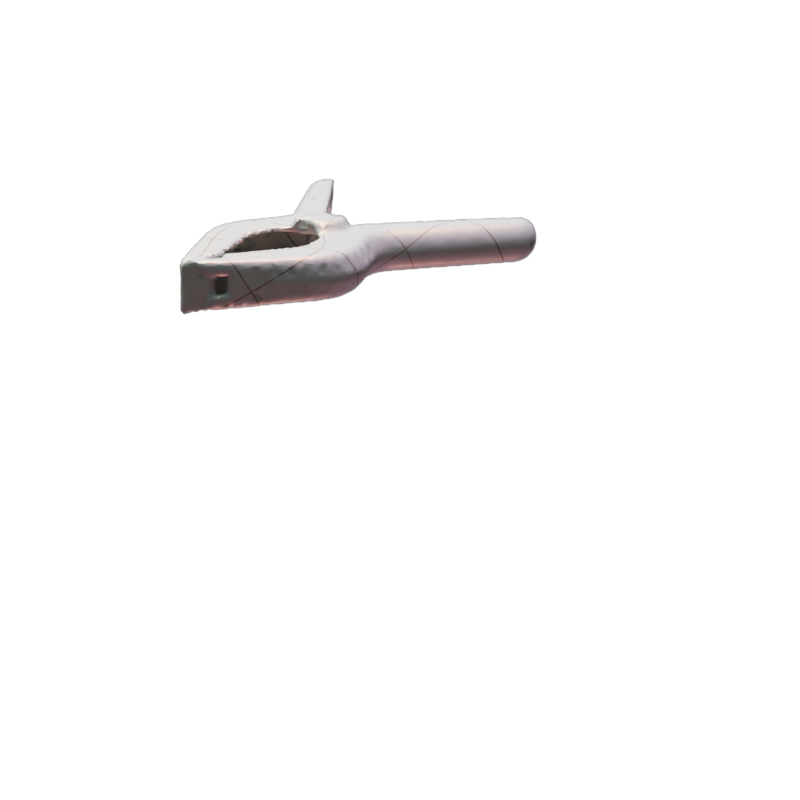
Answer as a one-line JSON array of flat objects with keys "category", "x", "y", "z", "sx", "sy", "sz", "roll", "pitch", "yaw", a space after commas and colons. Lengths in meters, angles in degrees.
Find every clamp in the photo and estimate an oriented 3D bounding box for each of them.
[{"category": "clamp", "x": -0.049, "y": -0.089, "z": 0.626, "sx": 0.206, "sy": 0.035, "sz": 0.175, "roll": -20, "pitch": 30, "yaw": -40}]
